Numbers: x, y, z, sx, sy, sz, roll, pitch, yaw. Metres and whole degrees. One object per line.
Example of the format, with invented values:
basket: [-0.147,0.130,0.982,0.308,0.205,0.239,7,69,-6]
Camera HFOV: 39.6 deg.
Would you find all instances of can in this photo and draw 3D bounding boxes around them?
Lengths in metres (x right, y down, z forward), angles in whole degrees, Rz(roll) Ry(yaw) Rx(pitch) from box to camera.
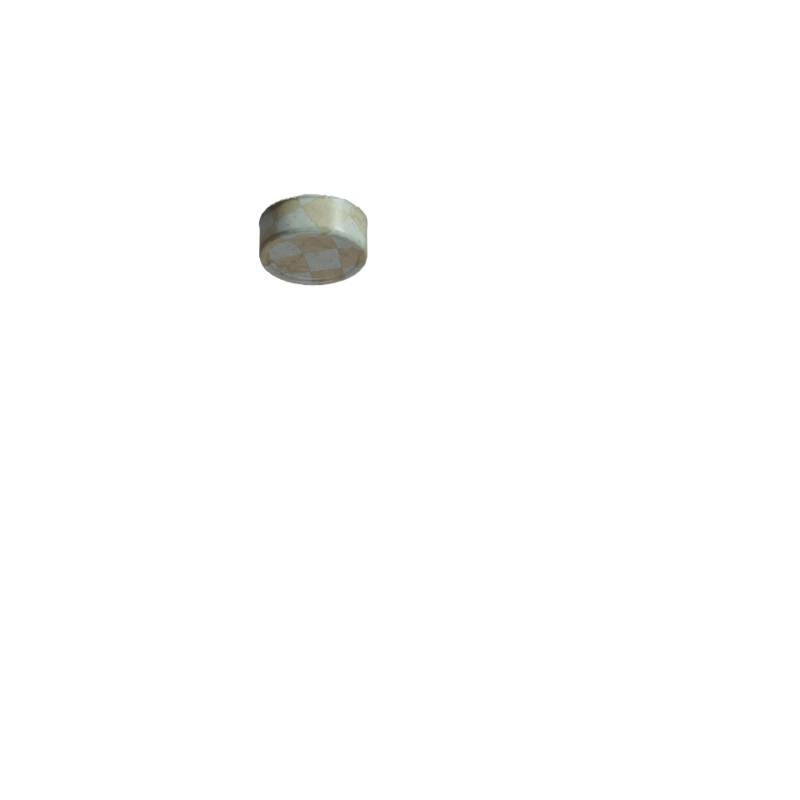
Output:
can: [-0.068,-0.123,0.864,0.086,0.036,0.081,1,-26,-2]
